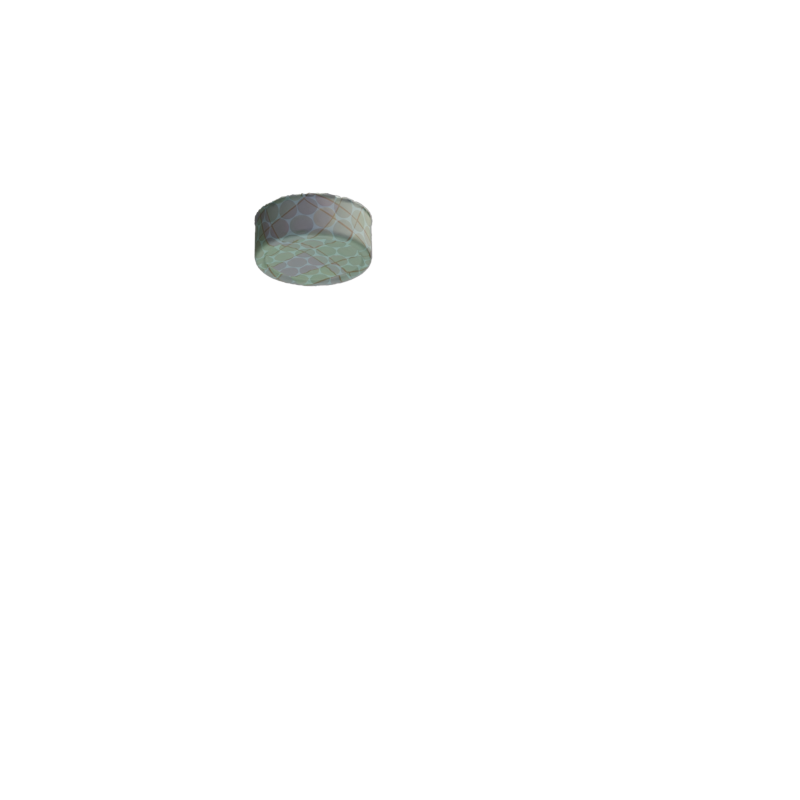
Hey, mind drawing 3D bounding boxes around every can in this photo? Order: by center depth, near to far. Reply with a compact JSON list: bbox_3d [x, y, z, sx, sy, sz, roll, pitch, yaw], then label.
[{"bbox_3d":[-0.062,-0.114,0.796,0.086,0.035,0.082,0,-21,-2],"label":"can"}]
